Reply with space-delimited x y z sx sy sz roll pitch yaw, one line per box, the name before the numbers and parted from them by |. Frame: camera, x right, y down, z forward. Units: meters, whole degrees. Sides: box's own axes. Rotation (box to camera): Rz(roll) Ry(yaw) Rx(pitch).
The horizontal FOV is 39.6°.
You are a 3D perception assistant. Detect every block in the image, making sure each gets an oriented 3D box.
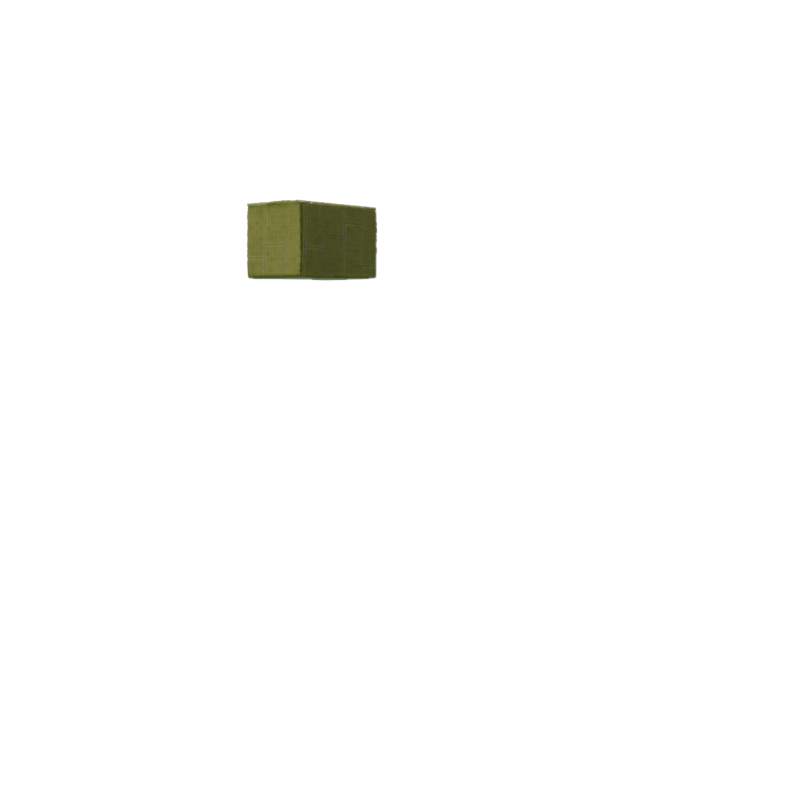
block | -0.059 -0.108 0.757 0.055 0.051 0.075 1 2 41
